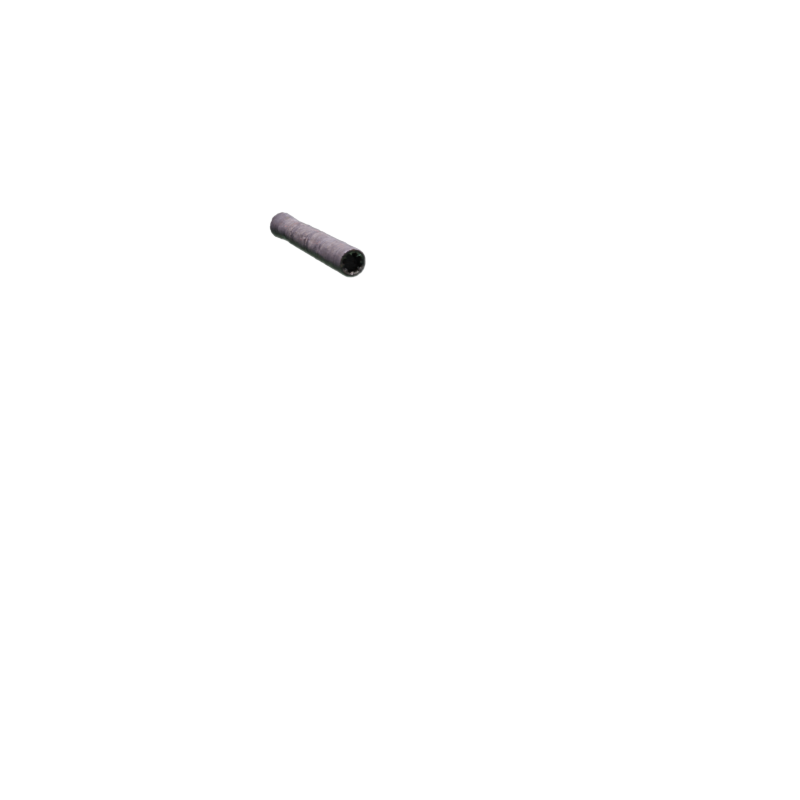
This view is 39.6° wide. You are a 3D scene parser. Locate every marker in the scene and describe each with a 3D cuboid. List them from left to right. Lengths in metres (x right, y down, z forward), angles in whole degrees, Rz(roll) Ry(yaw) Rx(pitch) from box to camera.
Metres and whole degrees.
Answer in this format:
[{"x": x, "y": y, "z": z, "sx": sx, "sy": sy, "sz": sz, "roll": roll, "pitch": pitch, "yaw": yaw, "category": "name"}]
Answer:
[{"x": -0.058, "y": -0.105, "z": 0.738, "sx": 0.019, "sy": 0.019, "sz": 0.129, "roll": -2, "pitch": 20, "yaw": -27, "category": "marker"}]
